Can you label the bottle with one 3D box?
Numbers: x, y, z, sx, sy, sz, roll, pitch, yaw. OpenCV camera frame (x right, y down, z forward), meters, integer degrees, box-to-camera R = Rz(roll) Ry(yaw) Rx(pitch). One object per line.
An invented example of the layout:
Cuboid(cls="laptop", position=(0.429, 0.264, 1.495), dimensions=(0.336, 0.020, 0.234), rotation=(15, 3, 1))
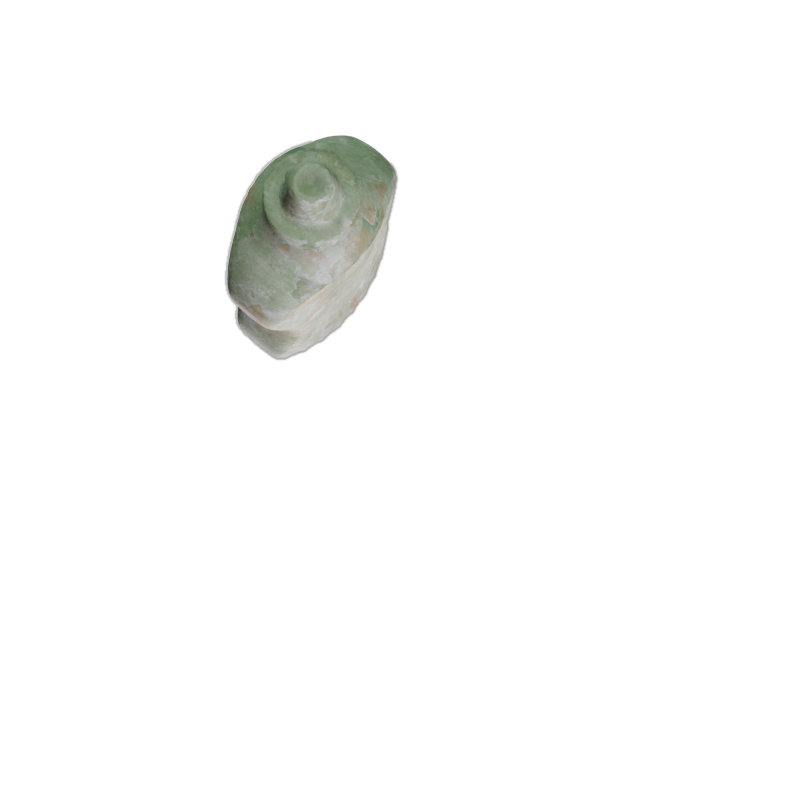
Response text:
Cuboid(cls="bottle", position=(-0.042, -0.076, 0.527), dimensions=(0.059, 0.097, 0.187), rotation=(41, -8, 1))
